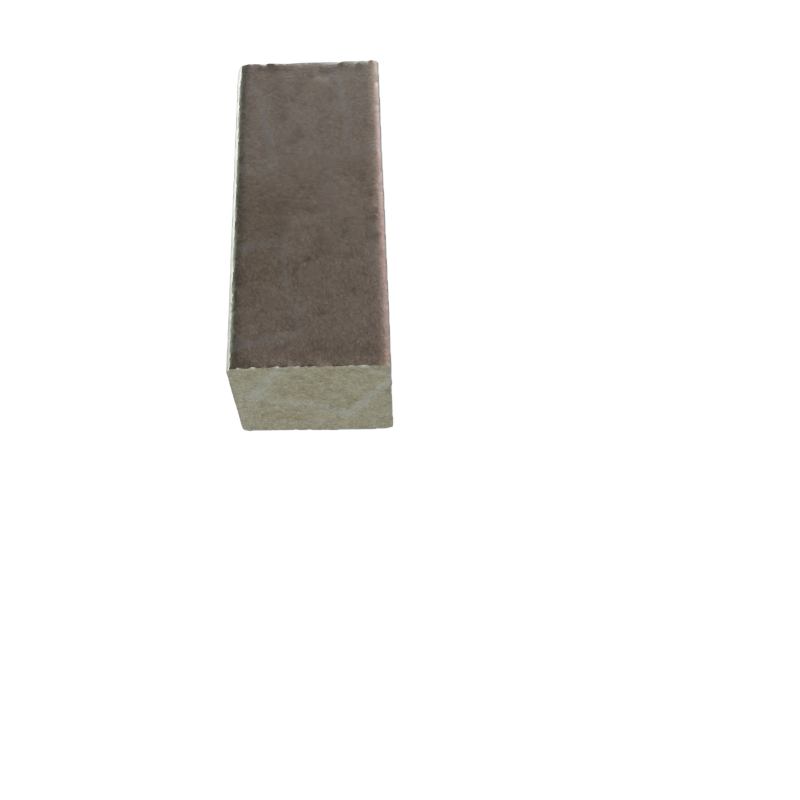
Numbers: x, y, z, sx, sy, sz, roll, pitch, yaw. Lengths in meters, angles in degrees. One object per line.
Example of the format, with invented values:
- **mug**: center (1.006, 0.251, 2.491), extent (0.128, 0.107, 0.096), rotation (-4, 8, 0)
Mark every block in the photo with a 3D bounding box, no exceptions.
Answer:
- **block**: center (-0.053, -0.095, 0.667), extent (0.090, 0.219, 0.085), rotation (-2, -28, 0)
